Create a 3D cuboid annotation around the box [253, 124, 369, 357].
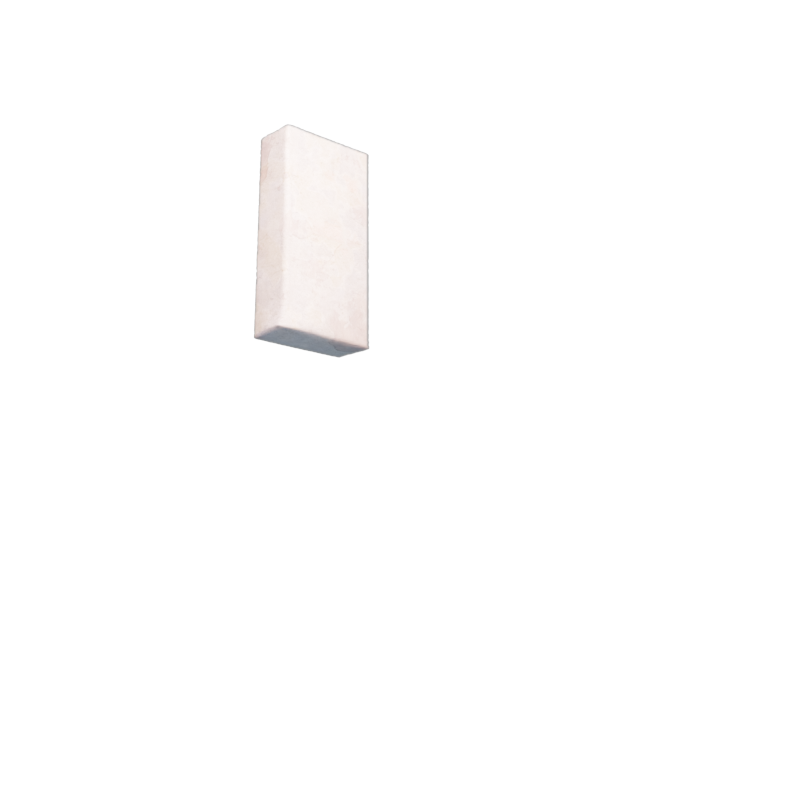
[{"bbox_3d":[-0.072,-0.131,0.921,0.088,0.185,0.048,16,-27,-38],"label":"box"}]
